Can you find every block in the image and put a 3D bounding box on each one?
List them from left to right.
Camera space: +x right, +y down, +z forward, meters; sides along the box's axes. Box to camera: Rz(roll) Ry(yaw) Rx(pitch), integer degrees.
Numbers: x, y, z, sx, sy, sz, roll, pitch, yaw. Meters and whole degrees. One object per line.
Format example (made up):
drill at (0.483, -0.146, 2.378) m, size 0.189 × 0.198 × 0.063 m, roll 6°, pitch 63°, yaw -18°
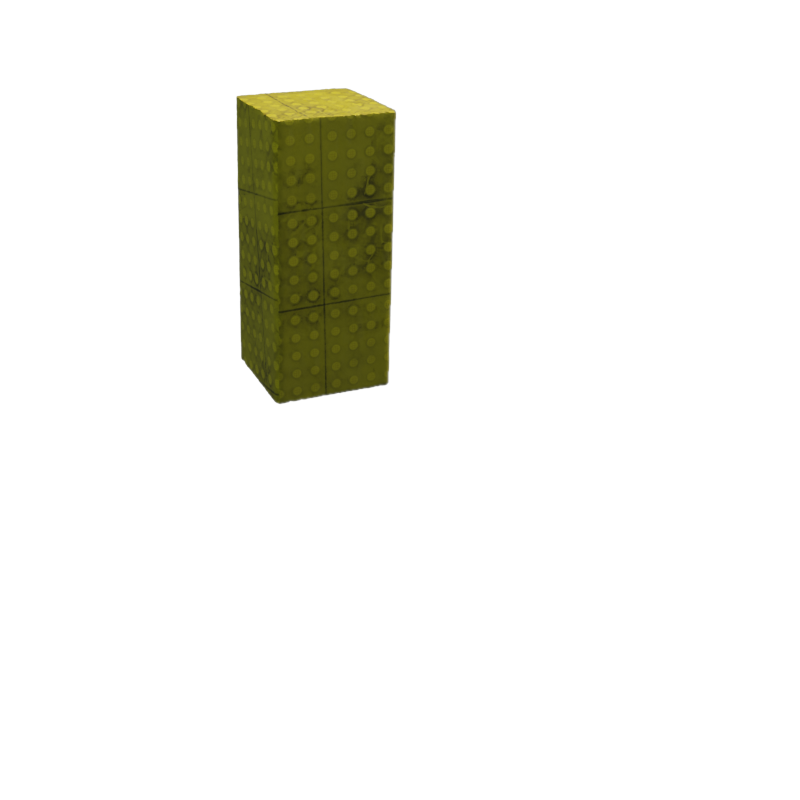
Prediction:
block at (-0.063, -0.116, 0.809) m, size 0.089 × 0.197 × 0.096 m, roll -8°, pitch 23°, yaw -23°
